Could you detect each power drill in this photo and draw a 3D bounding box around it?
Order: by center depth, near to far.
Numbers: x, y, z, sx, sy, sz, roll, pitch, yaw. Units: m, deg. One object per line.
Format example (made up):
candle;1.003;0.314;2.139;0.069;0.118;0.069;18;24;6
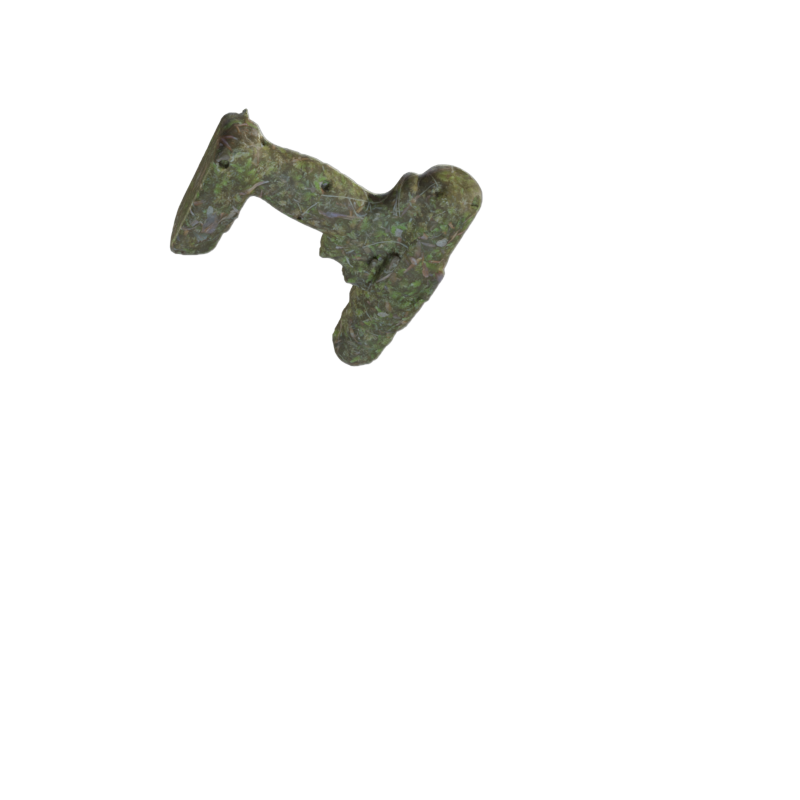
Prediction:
power drill;-0.061;-0.111;0.774;0.182;0.177;0.062;19;38;-16
